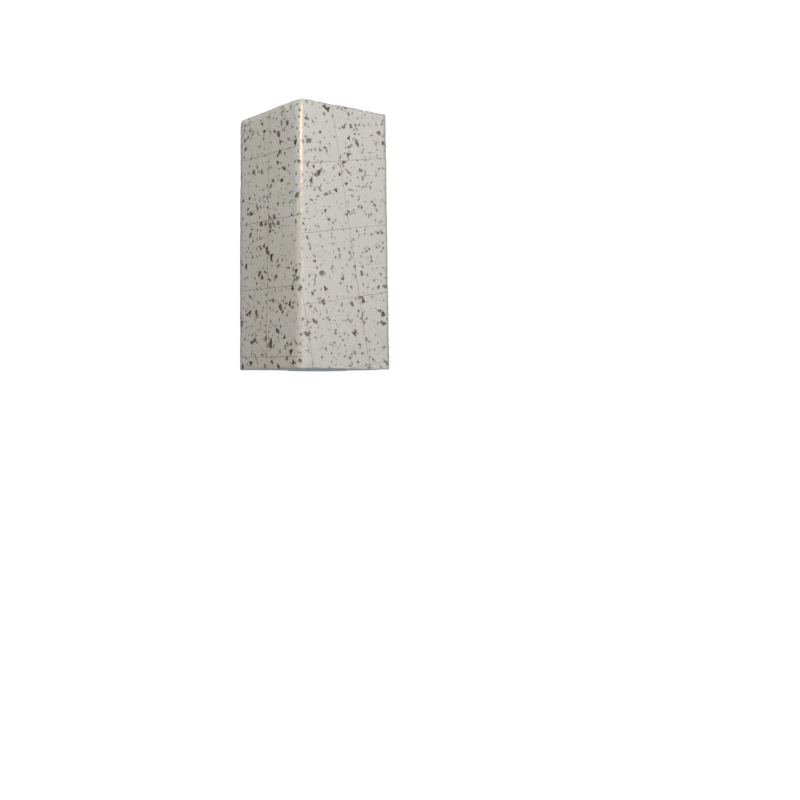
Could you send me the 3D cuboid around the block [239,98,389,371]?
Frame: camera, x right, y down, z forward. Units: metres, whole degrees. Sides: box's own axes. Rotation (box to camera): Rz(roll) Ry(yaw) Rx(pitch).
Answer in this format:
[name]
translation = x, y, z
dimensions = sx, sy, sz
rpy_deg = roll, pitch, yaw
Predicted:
[block]
translation = -0.071, -0.128, 0.897
dimensions = 0.086, 0.210, 0.093
rpy_deg = 5, -8, -38
